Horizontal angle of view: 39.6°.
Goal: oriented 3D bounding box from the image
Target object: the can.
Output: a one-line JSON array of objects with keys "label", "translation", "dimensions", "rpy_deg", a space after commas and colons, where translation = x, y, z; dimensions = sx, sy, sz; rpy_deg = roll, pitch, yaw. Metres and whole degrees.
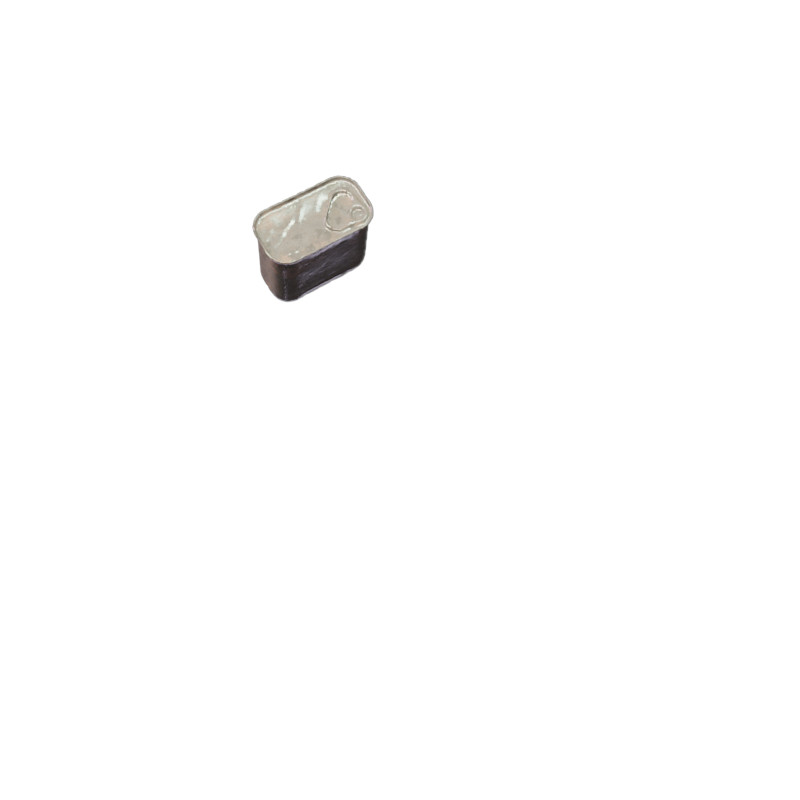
[{"label": "can", "translation": [-0.076, -0.139, 0.976], "dimensions": [0.102, 0.061, 0.079], "rpy_deg": [-29, -19, -14]}]
